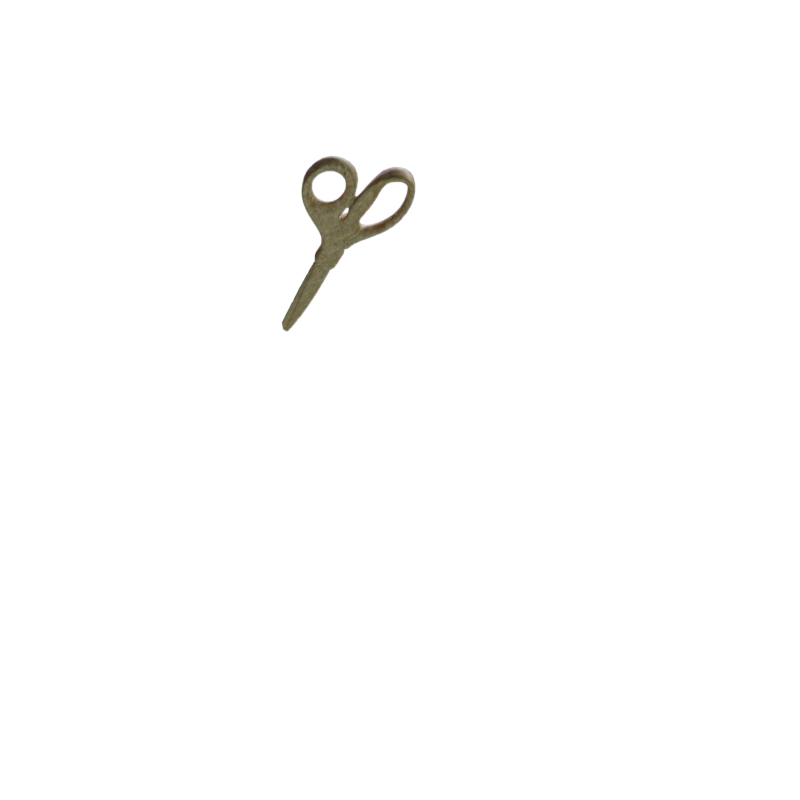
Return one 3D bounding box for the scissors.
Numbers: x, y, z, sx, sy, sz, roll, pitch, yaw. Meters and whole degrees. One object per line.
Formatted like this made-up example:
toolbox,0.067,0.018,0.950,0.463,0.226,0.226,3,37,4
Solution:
scissors,-0.070,-0.128,0.900,0.091,0.017,0.199,30,-50,-29
